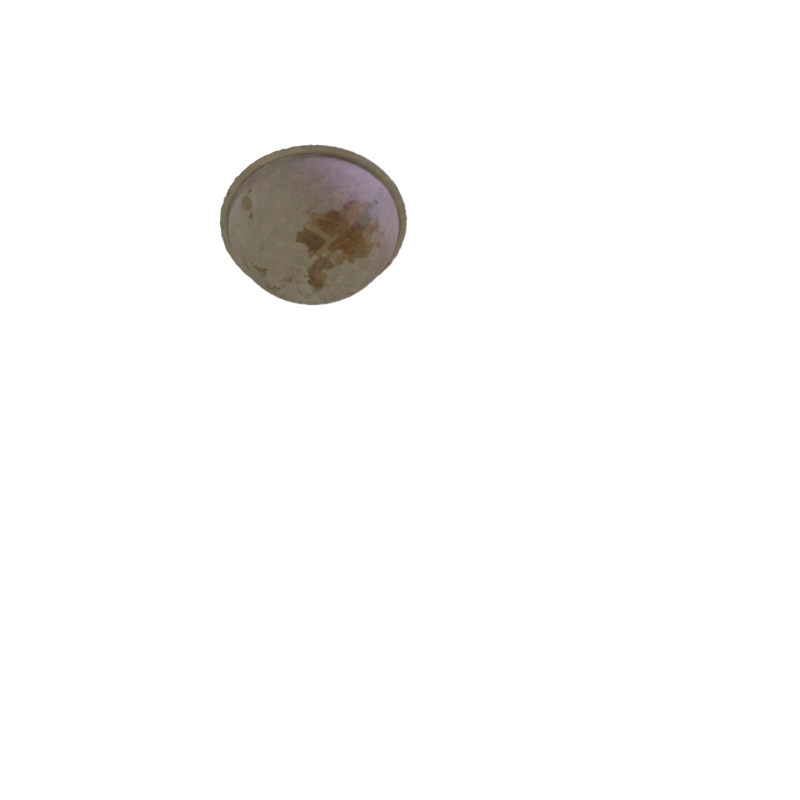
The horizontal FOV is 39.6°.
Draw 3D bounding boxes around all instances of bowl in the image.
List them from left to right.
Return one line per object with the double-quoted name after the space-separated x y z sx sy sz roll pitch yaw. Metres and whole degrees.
-0.073 -0.134 0.936 0.162 0.151 0.059 1 39 -1 "bowl"
